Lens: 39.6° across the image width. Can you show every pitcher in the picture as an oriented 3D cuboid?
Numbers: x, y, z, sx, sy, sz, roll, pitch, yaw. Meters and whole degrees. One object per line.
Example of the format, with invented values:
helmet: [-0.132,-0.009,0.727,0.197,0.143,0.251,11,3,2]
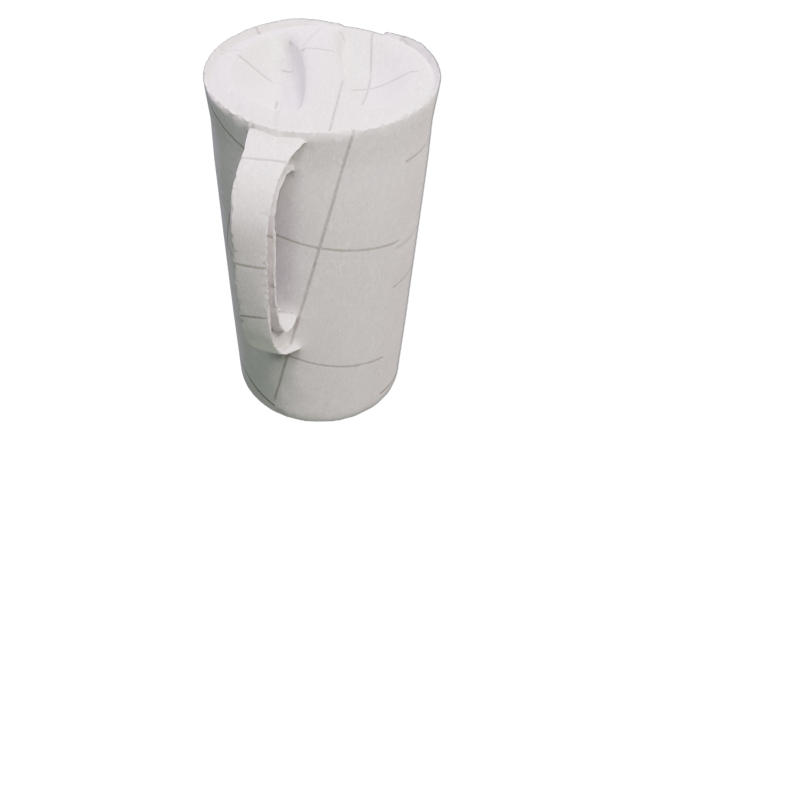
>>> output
pitcher: [-0.053,-0.098,0.683,0.147,0.227,0.157,-17,45,-21]
